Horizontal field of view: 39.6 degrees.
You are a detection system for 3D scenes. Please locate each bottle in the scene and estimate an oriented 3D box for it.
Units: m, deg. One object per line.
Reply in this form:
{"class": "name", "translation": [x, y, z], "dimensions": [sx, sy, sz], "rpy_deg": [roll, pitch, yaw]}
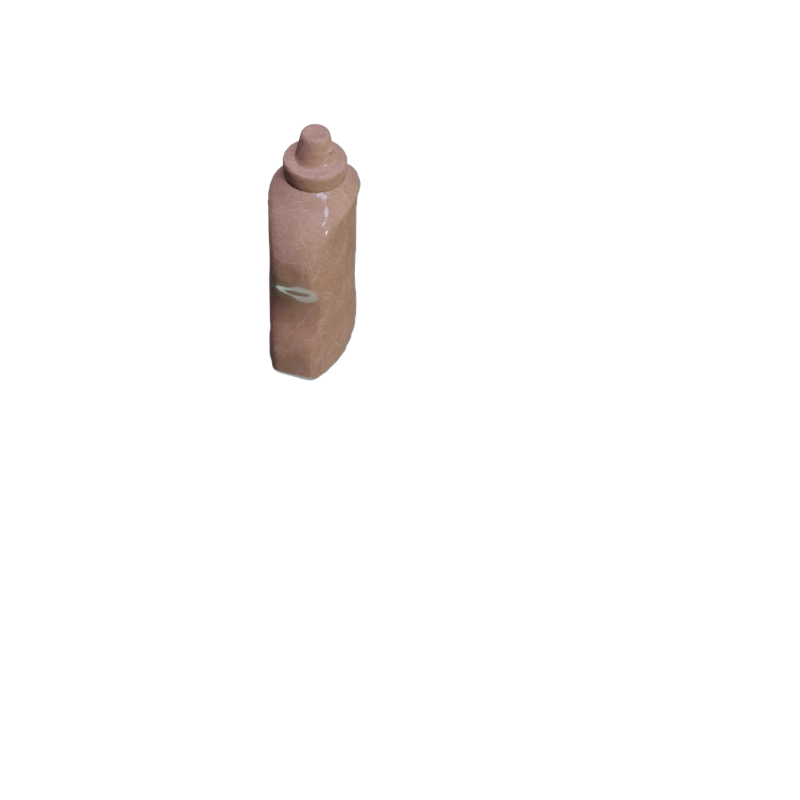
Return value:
{"class": "bottle", "translation": [-0.058, -0.107, 0.752], "dimensions": [0.060, 0.101, 0.179], "rpy_deg": [16, -40, 9]}
